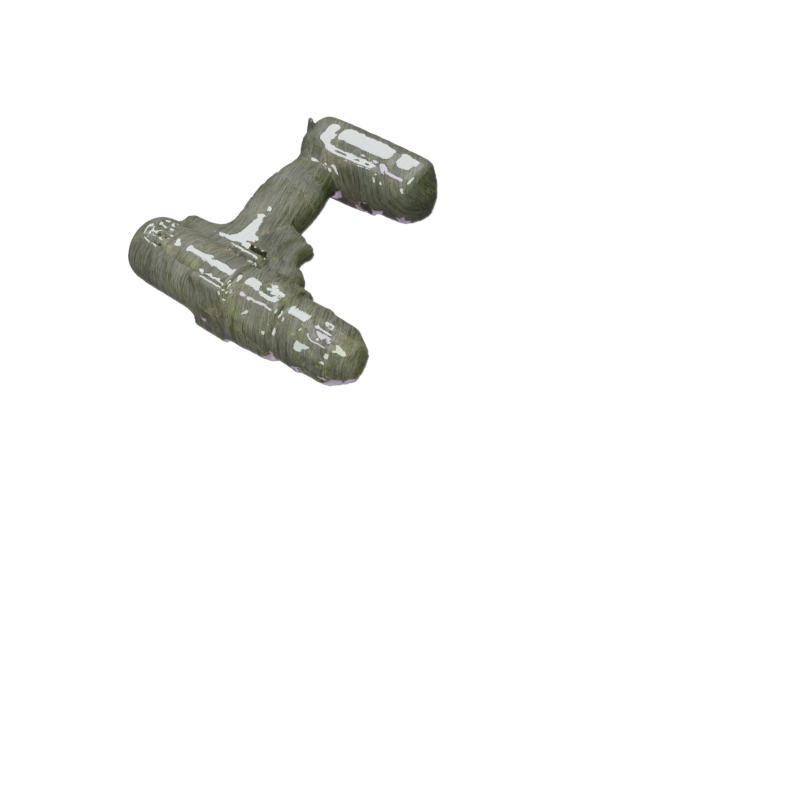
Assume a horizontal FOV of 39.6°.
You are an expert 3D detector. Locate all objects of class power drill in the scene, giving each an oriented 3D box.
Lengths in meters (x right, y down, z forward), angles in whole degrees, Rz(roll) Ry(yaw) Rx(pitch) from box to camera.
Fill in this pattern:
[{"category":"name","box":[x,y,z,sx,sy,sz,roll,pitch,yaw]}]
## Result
[{"category":"power drill","box":[-0.057,-0.105,0.732,0.195,0.053,0.191,29,53,25]}]
